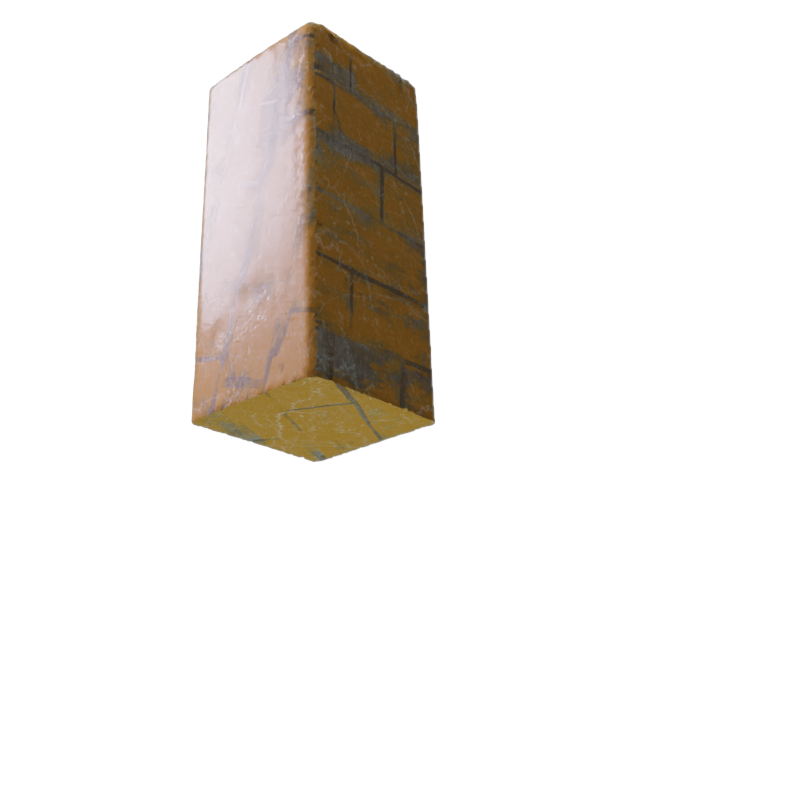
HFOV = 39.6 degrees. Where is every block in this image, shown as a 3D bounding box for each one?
[{"bbox_3d":[-0.047,-0.086,0.599,0.091,0.219,0.085,-24,-34,37],"label":"block"}]
